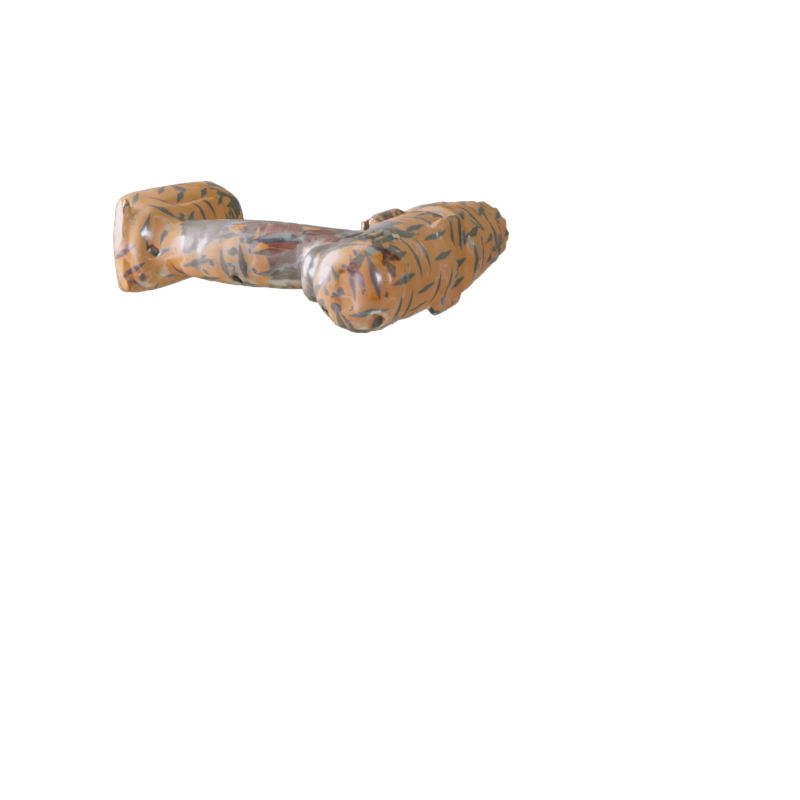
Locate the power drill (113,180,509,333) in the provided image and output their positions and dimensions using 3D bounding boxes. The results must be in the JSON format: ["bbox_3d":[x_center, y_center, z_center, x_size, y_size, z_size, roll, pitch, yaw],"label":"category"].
[{"bbox_3d":[-0.048,-0.088,0.614,0.195,0.056,0.183,8,17,25],"label":"power drill"}]
